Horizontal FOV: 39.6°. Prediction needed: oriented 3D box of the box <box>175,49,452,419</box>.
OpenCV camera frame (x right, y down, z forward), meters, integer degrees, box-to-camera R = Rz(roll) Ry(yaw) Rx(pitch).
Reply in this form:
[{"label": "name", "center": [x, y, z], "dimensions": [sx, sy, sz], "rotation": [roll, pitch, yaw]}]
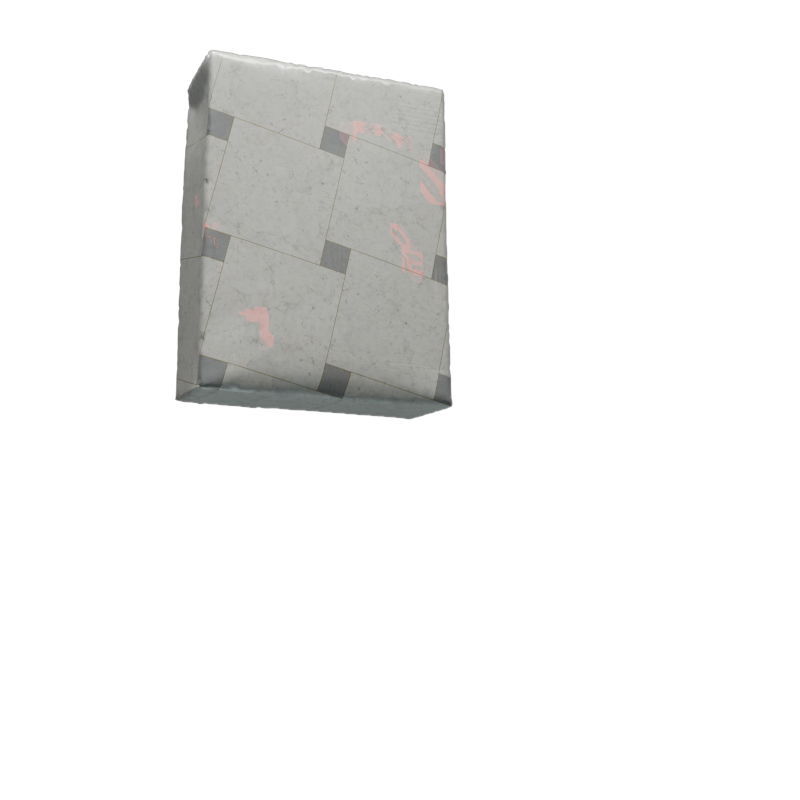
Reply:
[{"label": "box", "center": [-0.055, -0.101, 0.707], "dimensions": [0.159, 0.222, 0.071], "rotation": [5, -17, -21]}]
